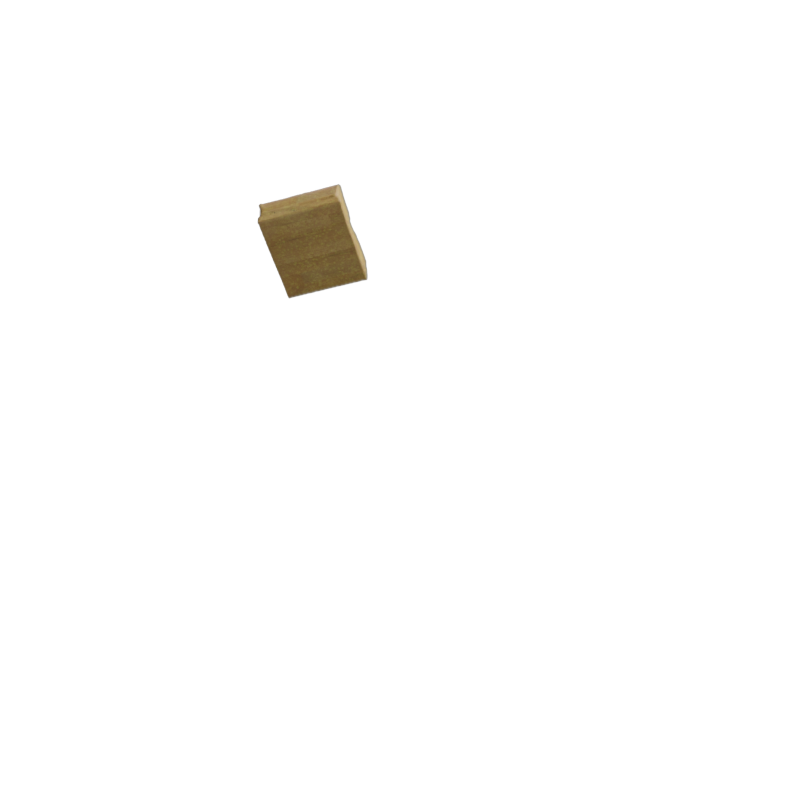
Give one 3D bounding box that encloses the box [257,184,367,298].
[{"bbox_3d":[-0.075,-0.136,0.953,0.073,0.083,0.032,-13,37,9],"label":"box"}]
